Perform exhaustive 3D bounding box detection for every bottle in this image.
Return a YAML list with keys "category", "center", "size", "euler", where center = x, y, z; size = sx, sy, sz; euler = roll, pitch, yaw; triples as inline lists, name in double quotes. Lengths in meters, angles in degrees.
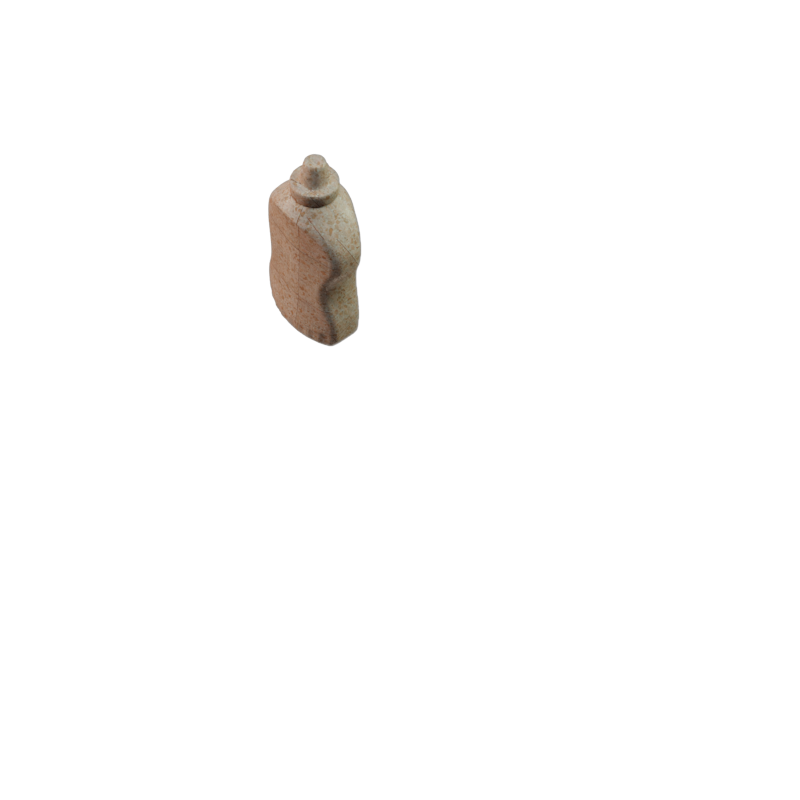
- category: "bottle"
  center: [-0.074, -0.136, 0.950]
  size: [0.058, 0.103, 0.179]
  euler: [-30, -30, -24]
